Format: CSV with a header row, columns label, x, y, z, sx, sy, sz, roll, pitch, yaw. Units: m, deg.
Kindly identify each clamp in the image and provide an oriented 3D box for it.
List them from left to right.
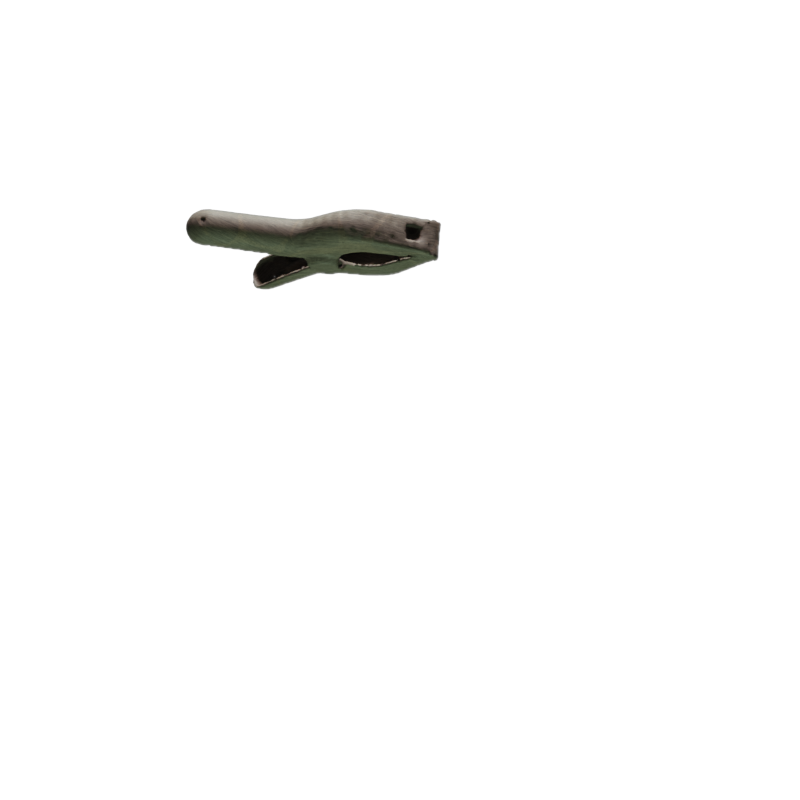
label,x,y,z,sx,sy,sz,roll,pitch,yaw
clamp,-0.061,-0.110,0.774,0.176,0.040,0.113,-5,-11,29
